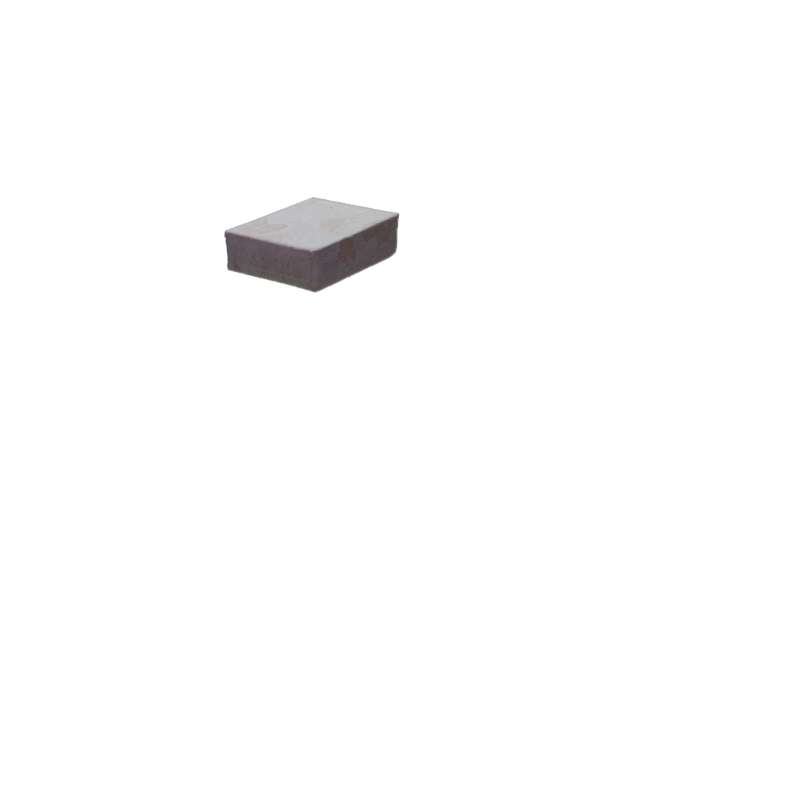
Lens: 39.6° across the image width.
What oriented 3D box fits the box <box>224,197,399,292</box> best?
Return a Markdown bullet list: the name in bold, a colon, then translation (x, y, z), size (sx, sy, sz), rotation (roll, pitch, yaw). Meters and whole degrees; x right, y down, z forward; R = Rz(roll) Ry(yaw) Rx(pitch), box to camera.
- **box**: translation (-0.068, -0.124, 0.870), size (0.095, 0.037, 0.113), rotation (16, 29, 33)
